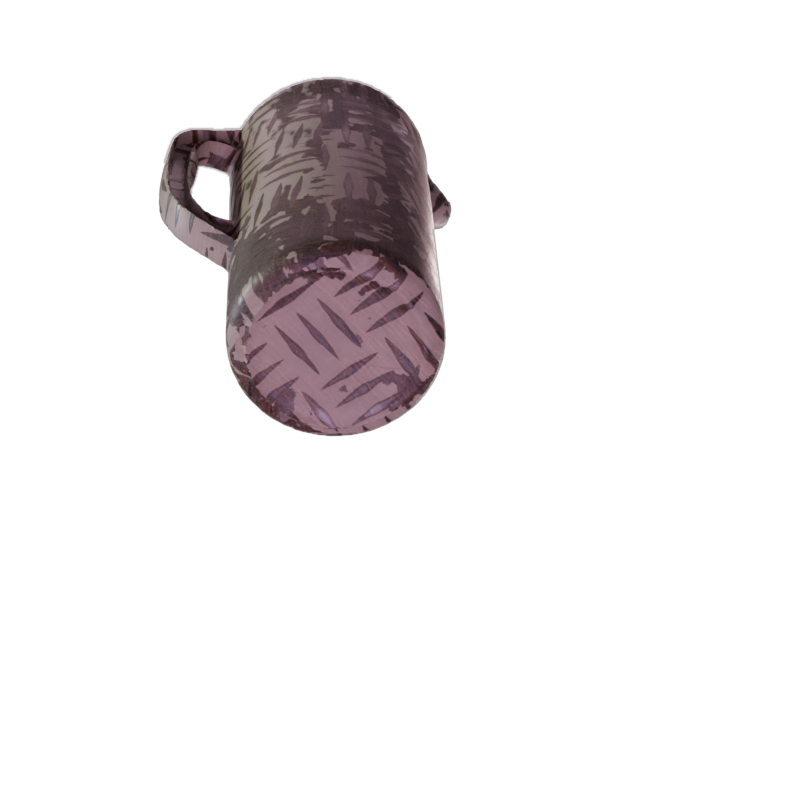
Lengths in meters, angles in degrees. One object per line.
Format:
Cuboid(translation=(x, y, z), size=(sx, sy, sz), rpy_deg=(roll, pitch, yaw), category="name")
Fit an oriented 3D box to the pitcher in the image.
Cuboid(translation=(-0.050, -0.091, 0.639), size=(0.149, 0.136, 0.258), rpy_deg=(-24, 28, 10), category="pitcher")
